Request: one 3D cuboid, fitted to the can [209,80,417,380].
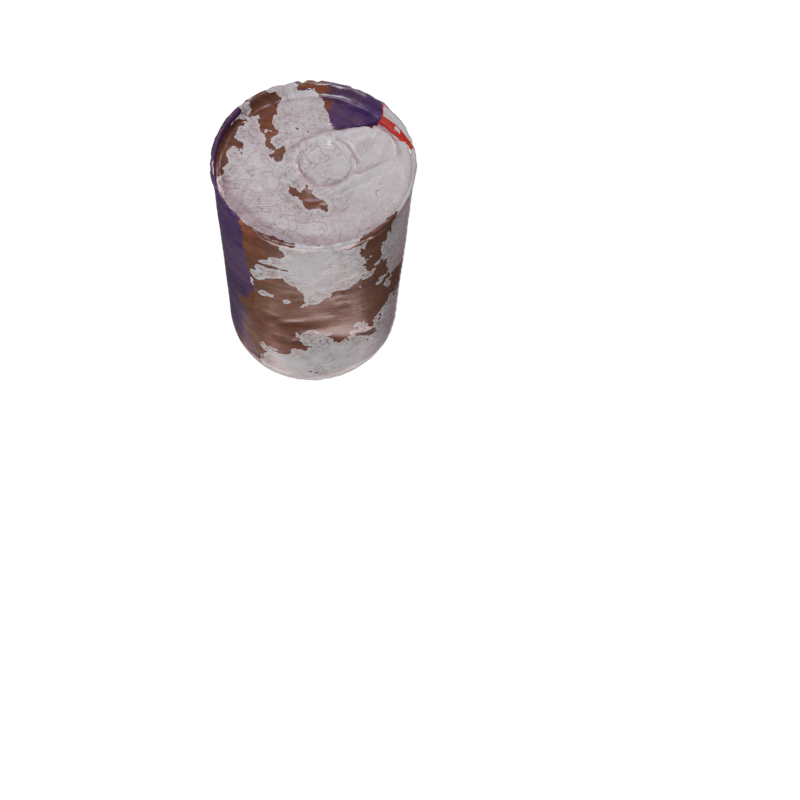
[{"bbox_3d":[-0.032,-0.058,0.406,0.068,0.073,0.096,0,-27,-3],"label":"can"}]
